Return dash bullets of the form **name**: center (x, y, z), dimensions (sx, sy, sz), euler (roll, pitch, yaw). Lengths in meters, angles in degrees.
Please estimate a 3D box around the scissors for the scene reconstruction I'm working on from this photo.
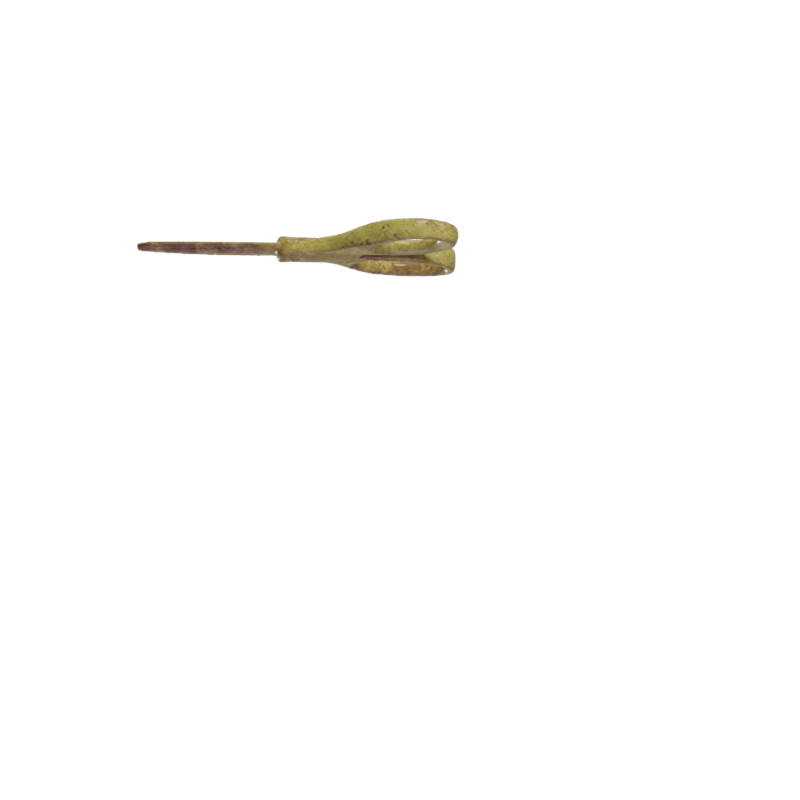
- **scissors**: center (-0.053, -0.097, 0.680), dimensions (0.196, 0.016, 0.095), euler (4, -11, -19)
